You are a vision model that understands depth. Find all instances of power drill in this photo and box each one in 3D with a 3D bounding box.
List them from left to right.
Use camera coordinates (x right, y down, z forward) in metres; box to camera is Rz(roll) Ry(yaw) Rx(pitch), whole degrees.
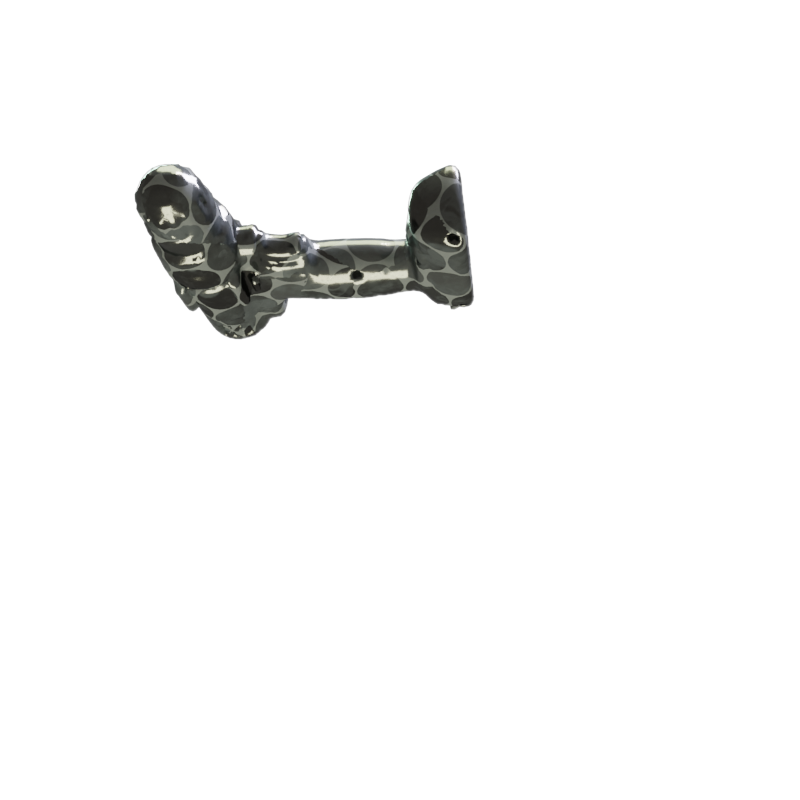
[{"bbox_3d":[-0.053,-0.097,0.676,0.190,0.060,0.173,-3,-20,9],"label":"power drill"}]
